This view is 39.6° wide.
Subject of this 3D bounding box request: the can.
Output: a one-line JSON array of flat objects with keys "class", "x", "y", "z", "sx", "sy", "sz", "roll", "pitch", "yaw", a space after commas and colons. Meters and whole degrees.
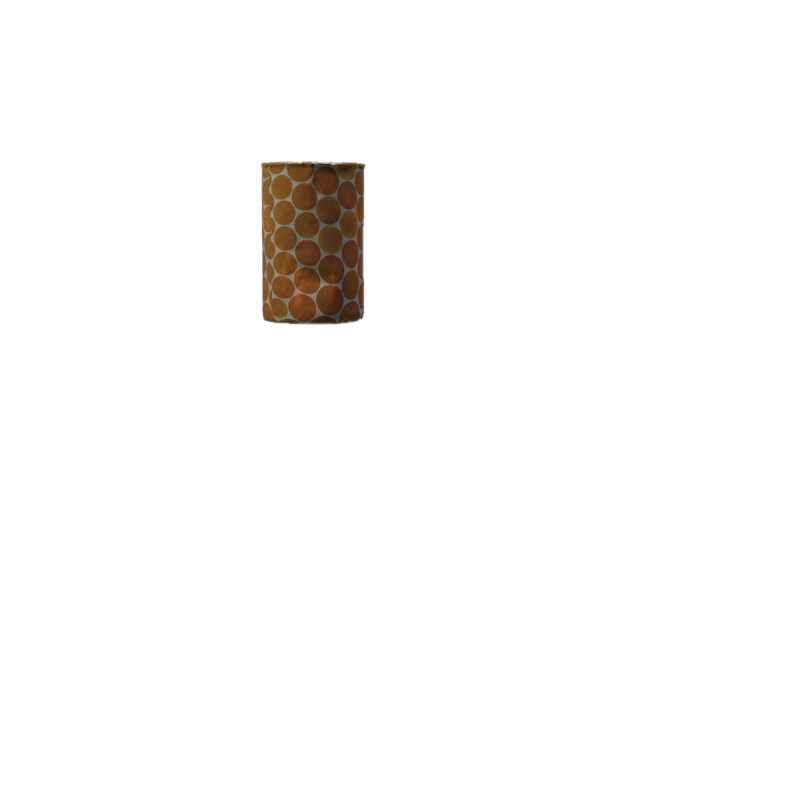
[{"class": "can", "x": -0.056, "y": -0.103, "z": 0.720, "sx": 0.068, "sy": 0.102, "sz": 0.069, "roll": 0, "pitch": 4, "yaw": -2}]
